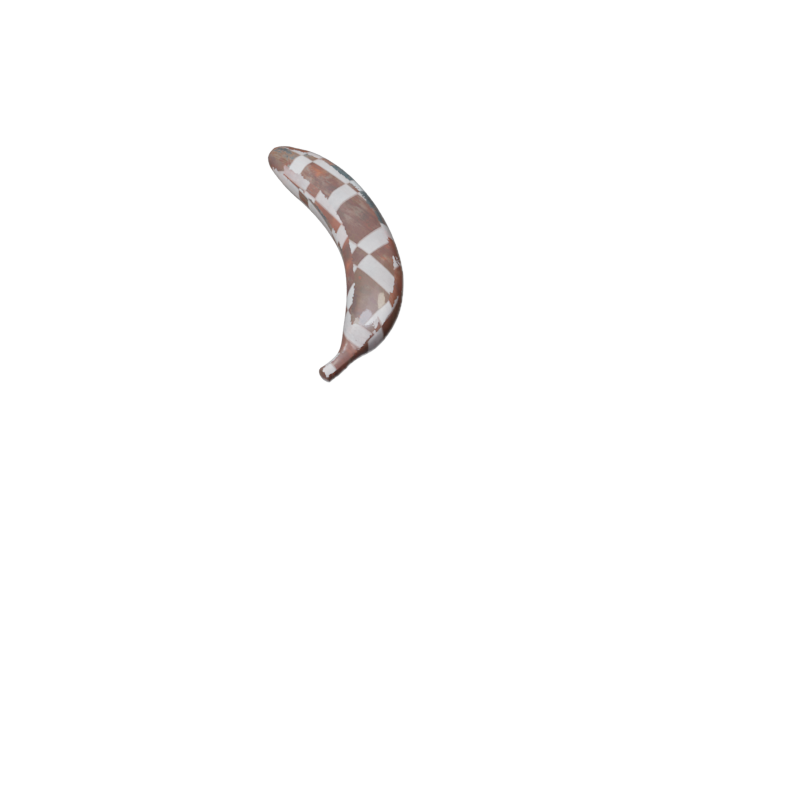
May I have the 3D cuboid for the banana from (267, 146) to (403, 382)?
[{"bbox_3d":[-0.039,-0.106,0.744,0.069,0.213,0.034,-10,-37,-8],"label":"banana"}]
